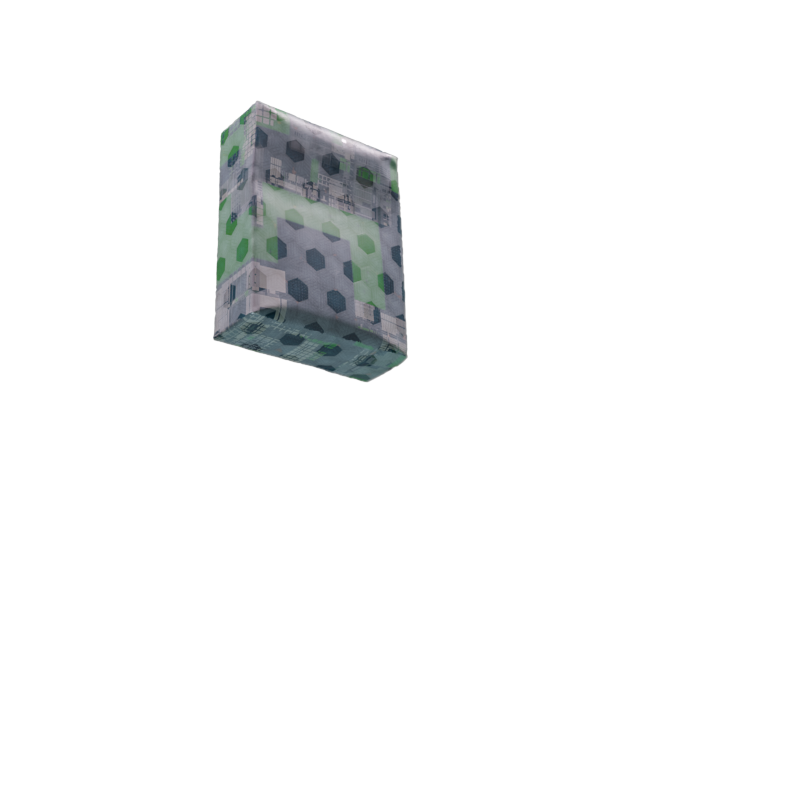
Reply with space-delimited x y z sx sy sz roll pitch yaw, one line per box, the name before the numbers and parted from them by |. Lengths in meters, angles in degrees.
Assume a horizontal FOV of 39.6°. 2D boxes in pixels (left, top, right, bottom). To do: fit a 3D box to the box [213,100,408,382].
box | -0.077 -0.140 0.981 0.156 0.227 0.071 16 -33 -32
